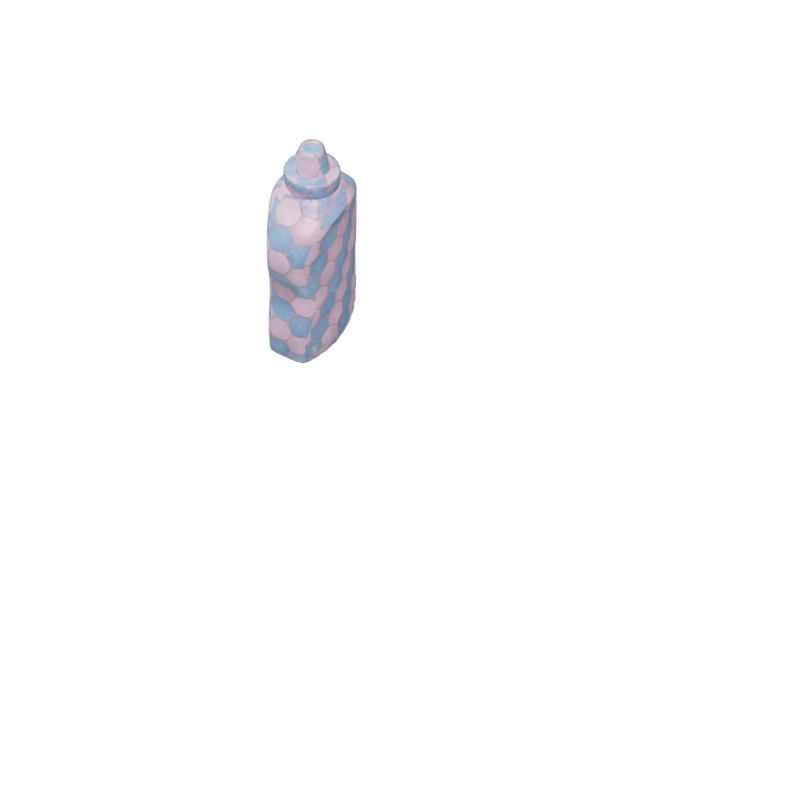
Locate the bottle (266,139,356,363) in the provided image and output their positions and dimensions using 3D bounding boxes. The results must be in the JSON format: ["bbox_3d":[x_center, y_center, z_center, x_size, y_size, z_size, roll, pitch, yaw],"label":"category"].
[{"bbox_3d":[-0.066,-0.121,0.843,0.060,0.099,0.179,23,-37,14],"label":"bottle"}]
